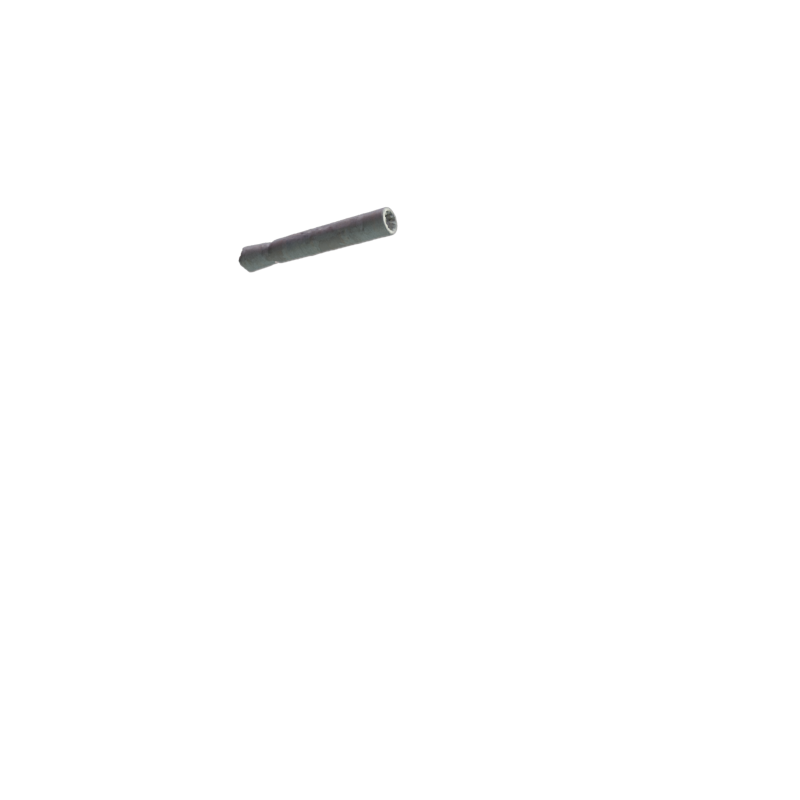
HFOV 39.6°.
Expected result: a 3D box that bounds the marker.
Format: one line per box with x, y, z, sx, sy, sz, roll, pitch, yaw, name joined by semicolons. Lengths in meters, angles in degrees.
-0.058;-0.106;0.743;0.123;0.020;0.019;-10;-2;31;marker
